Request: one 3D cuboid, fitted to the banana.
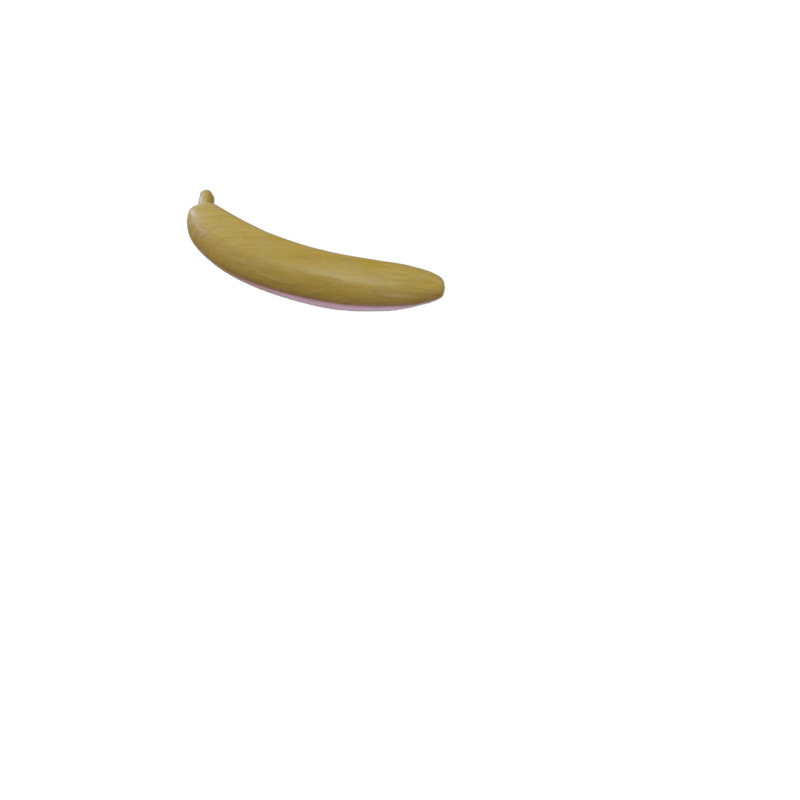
[{"bbox_3d":[-0.071,-0.096,0.735,0.207,0.034,0.071,24,51,22],"label":"banana"}]
